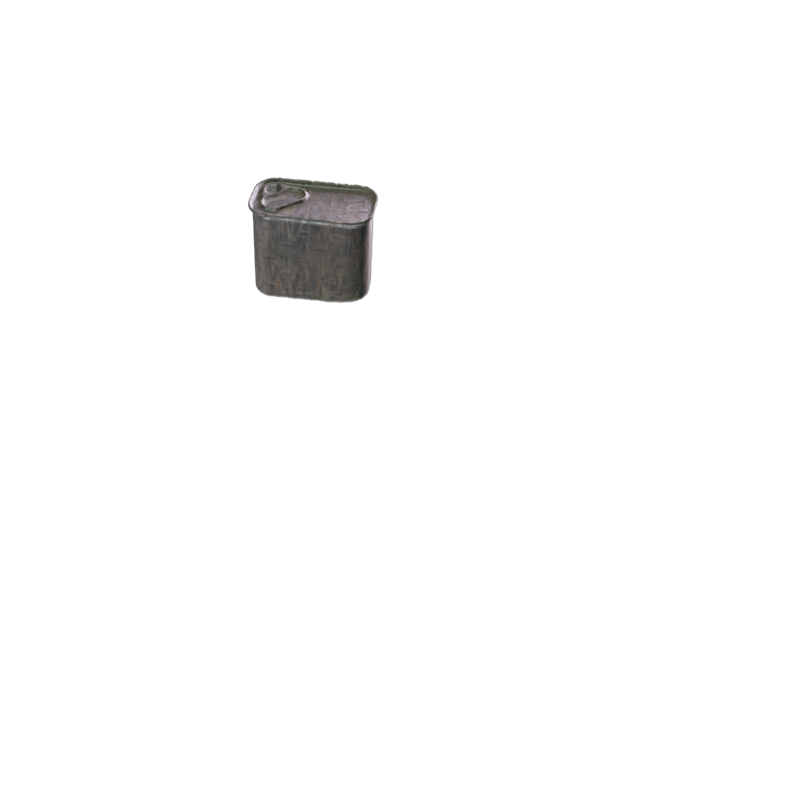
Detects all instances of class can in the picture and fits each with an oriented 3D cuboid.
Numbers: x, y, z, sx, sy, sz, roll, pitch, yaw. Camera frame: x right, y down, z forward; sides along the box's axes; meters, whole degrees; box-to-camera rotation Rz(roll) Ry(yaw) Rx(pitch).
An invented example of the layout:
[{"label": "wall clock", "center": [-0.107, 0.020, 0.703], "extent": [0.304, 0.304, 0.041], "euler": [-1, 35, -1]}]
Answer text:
[{"label": "can", "center": [-0.071, -0.130, 0.909], "extent": [0.103, 0.078, 0.061], "euler": [7, 39, 7]}]
